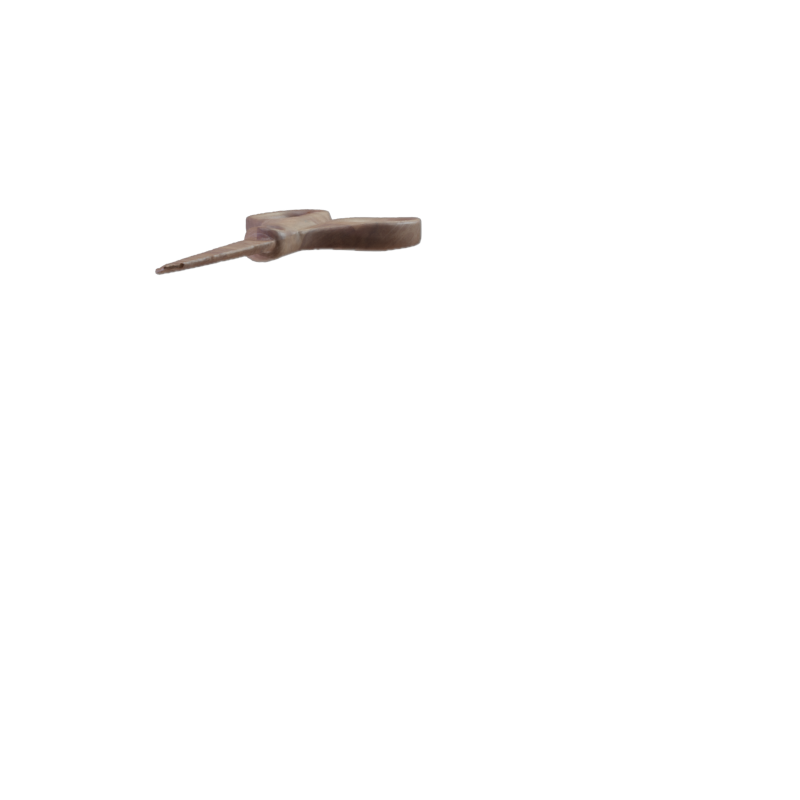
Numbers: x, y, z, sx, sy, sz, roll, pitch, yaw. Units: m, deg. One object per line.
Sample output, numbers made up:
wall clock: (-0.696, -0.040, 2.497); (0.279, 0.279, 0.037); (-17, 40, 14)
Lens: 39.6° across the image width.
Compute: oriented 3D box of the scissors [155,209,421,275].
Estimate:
scissors: (-0.038, -0.070, 0.489); (0.097, 0.015, 0.206); (0, 14, 1)
